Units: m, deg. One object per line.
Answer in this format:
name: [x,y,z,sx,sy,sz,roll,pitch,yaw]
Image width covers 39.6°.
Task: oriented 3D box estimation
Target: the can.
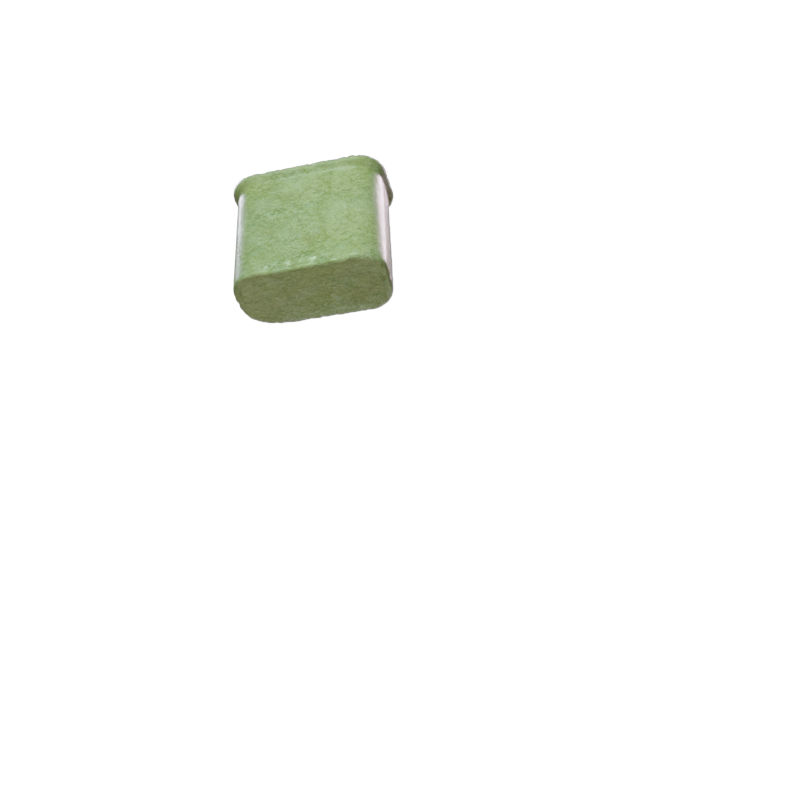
can: [-0.055,-0.100,0.700,0.103,0.090,0.053,-9,-38,10]
